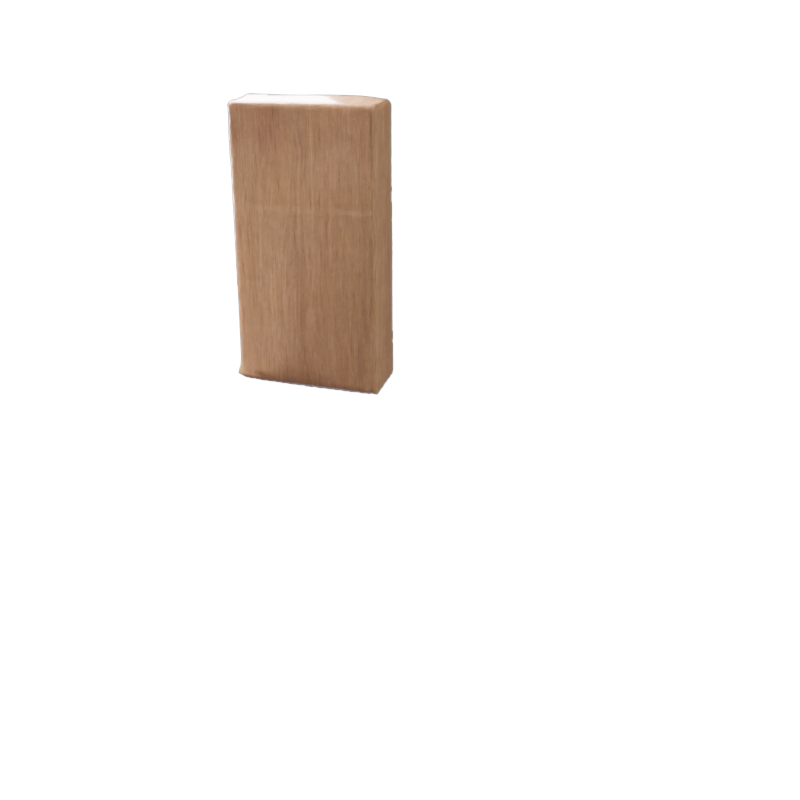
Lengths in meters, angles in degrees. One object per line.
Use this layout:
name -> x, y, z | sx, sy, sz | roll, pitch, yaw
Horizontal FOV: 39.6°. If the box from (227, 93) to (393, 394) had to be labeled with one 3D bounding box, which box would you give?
box -> -0.052, -0.096, 0.674 | 0.096, 0.170, 0.048 | 6, 16, 17
